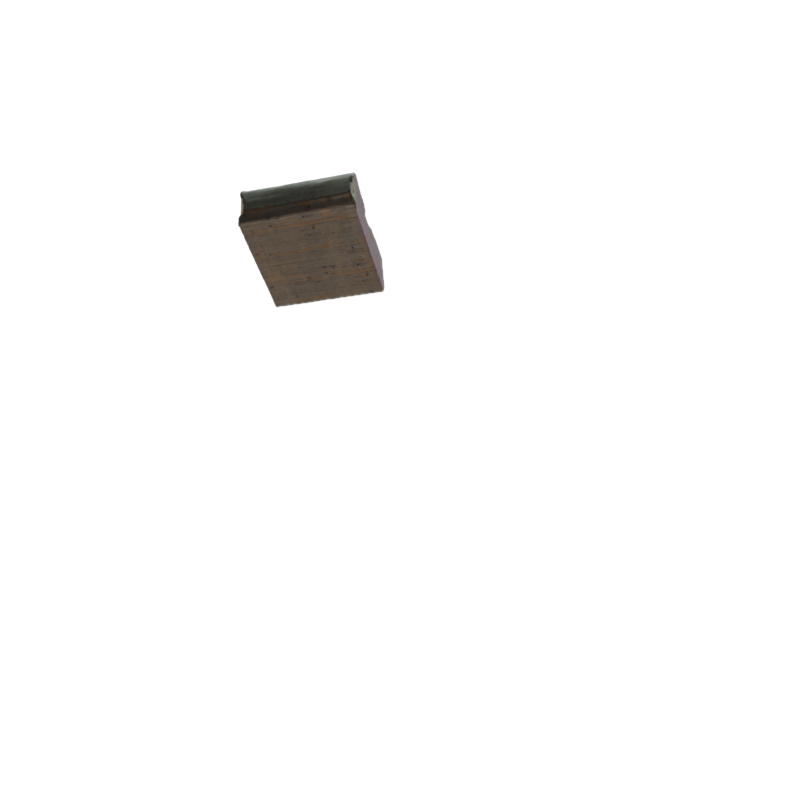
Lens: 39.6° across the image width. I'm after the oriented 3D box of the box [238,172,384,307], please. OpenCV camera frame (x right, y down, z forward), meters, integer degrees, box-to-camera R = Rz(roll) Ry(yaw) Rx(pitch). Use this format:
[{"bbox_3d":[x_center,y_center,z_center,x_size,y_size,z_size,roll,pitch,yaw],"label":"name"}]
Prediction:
[{"bbox_3d":[-0.054,-0.099,0.694,0.074,0.032,0.082,-8,-37,10],"label":"box"}]
